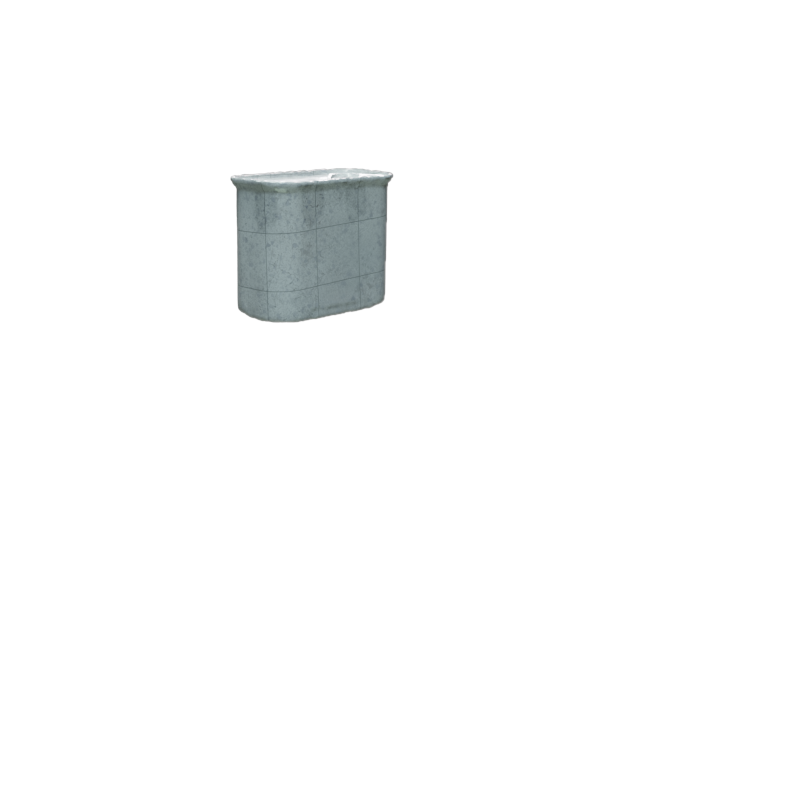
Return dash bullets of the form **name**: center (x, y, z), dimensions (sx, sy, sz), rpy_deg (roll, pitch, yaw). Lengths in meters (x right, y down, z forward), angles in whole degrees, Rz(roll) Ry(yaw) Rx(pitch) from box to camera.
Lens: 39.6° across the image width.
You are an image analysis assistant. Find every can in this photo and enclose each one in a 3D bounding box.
- **can**: center (-0.053, -0.097, 0.682), dimensions (0.099, 0.082, 0.060), rpy_deg (-12, 17, -42)
